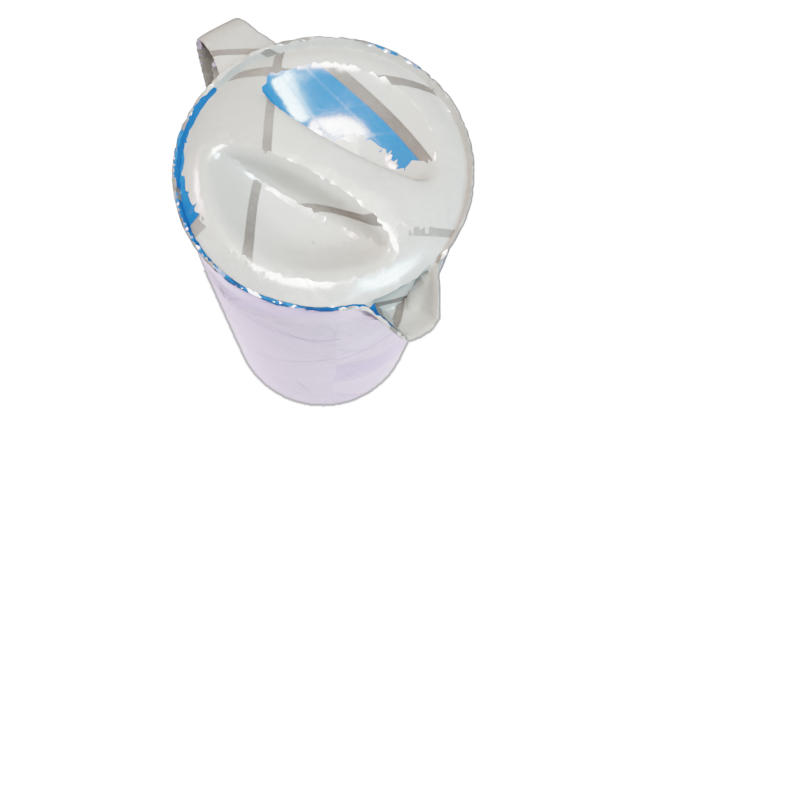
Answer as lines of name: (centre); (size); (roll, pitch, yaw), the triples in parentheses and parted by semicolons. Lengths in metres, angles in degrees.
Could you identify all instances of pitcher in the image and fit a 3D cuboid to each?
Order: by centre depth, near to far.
pitcher: (-0.047, -0.085, 0.594); (0.146, 0.155, 0.233); (12, -16, 0)
